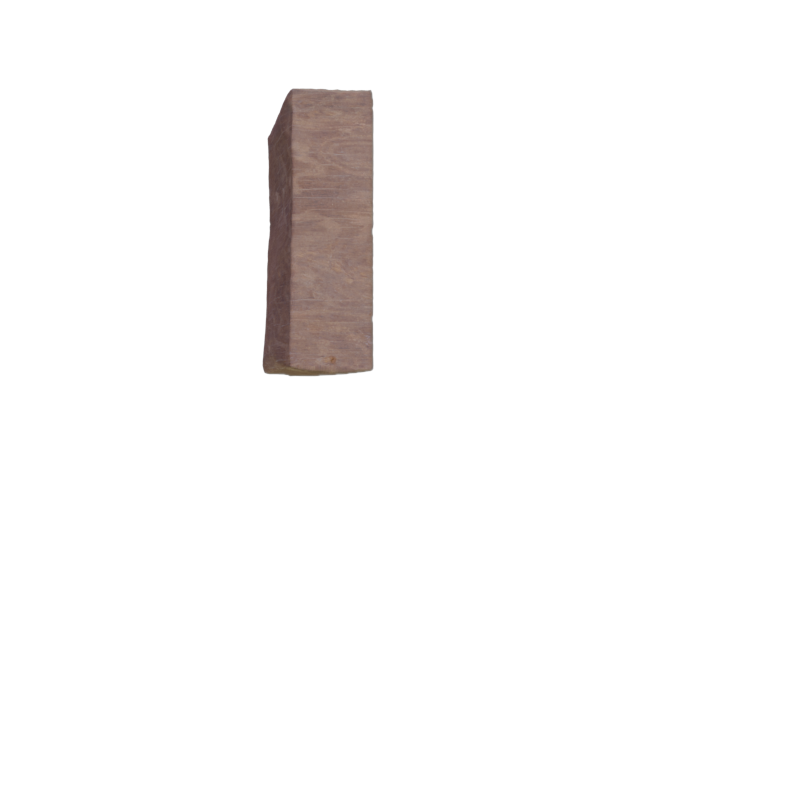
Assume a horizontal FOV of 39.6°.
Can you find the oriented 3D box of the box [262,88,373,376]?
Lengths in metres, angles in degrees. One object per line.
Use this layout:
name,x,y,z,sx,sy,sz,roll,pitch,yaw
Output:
box,-0.070,-0.128,0.894,0.071,0.217,0.164,1,-5,-13
